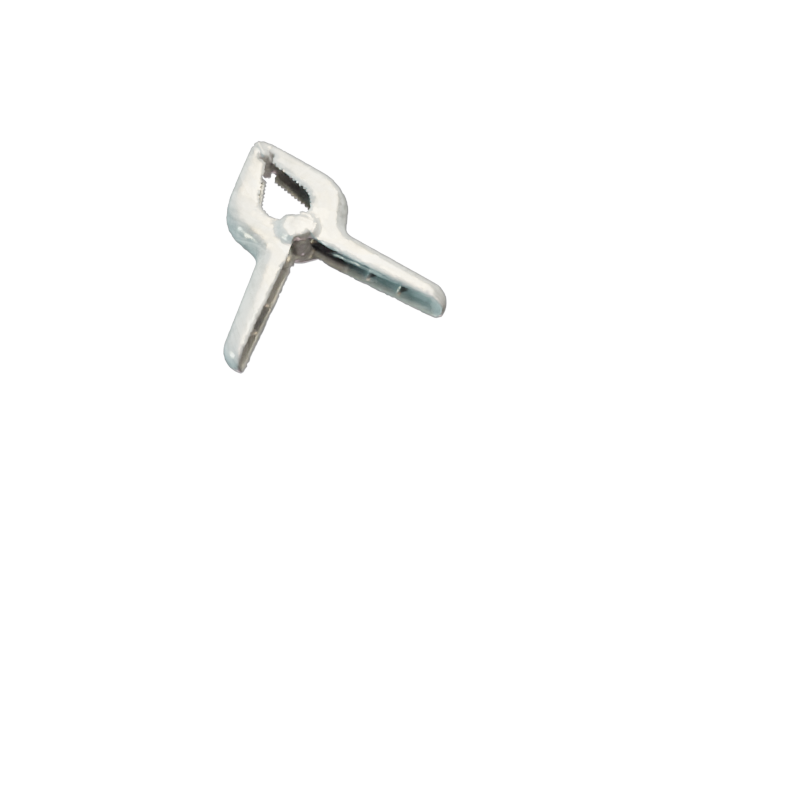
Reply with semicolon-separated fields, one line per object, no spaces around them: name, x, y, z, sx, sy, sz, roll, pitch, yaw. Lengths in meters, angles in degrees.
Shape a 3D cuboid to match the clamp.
clamp;-0.066;-0.120;0.842;0.163;0.227;0.034;-10;-38;-8
